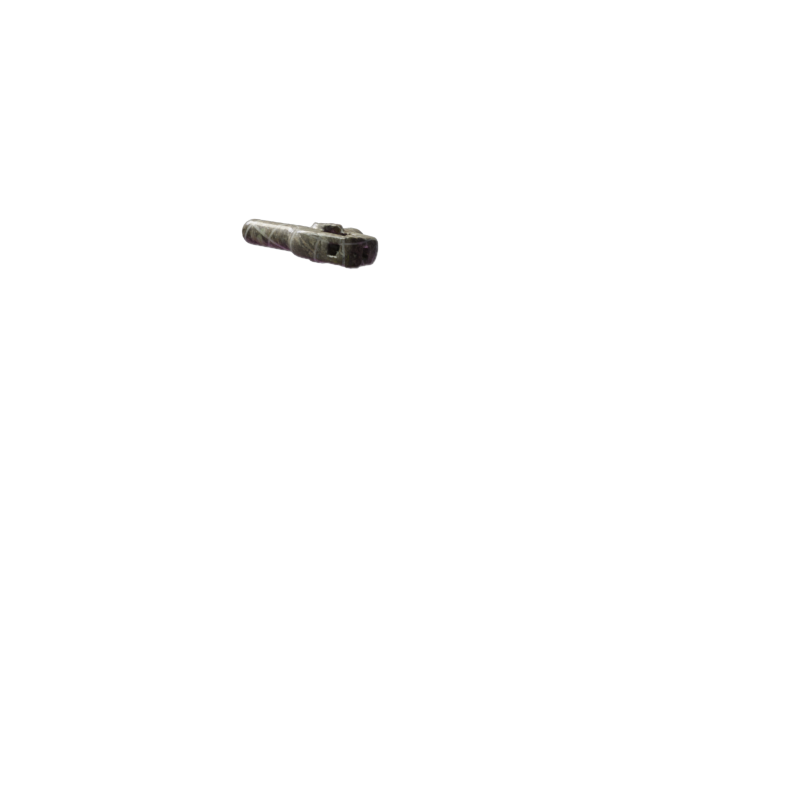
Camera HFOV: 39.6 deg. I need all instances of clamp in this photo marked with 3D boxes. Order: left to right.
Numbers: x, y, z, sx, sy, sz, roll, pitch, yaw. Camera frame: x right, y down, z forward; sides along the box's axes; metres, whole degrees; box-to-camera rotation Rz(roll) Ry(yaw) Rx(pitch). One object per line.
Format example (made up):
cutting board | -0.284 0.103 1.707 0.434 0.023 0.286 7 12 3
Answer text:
clamp | -0.078 -0.143 0.998 0.119 0.039 0.176 -2 10 -11
